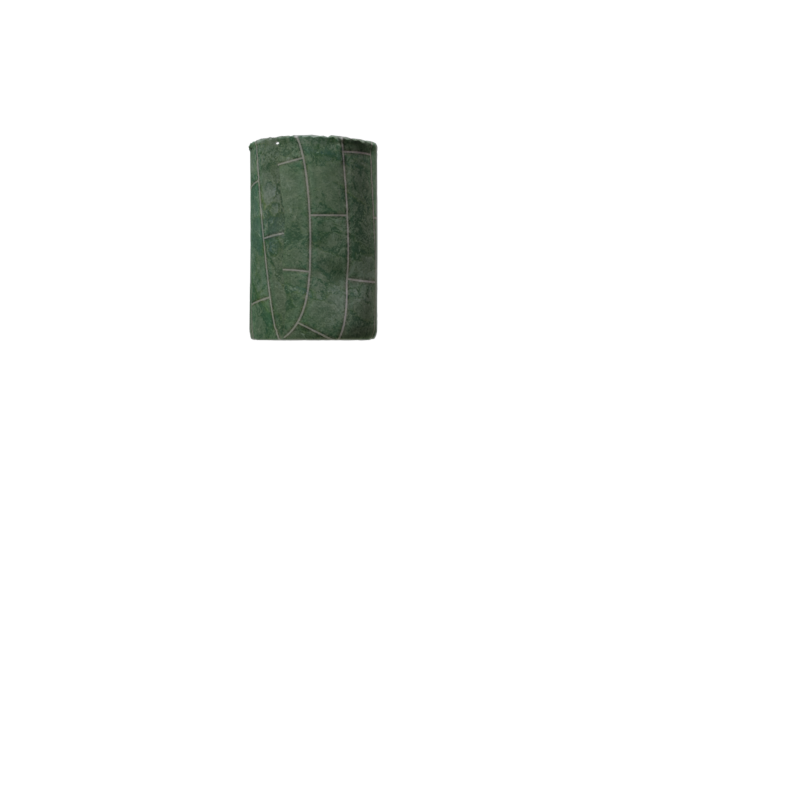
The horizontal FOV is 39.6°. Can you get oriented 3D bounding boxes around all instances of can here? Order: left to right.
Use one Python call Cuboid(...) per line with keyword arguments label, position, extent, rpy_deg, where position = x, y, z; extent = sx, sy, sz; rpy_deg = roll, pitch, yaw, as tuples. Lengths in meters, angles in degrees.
Cuboid(label="can", position=(-0.045, -0.083, 0.579), extent=(0.068, 0.103, 0.068), rpy_deg=(0, -1, -2))
